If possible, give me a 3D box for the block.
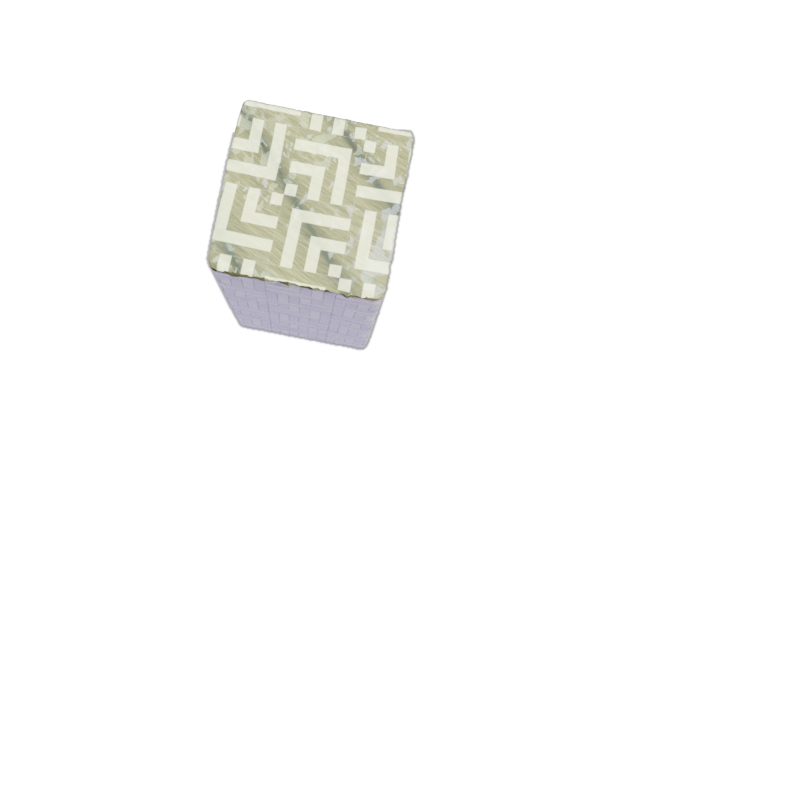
[{"bbox_3d":[-0.051,-0.091,0.644,0.091,0.092,0.202,11,-6,-3],"label":"block"}]
